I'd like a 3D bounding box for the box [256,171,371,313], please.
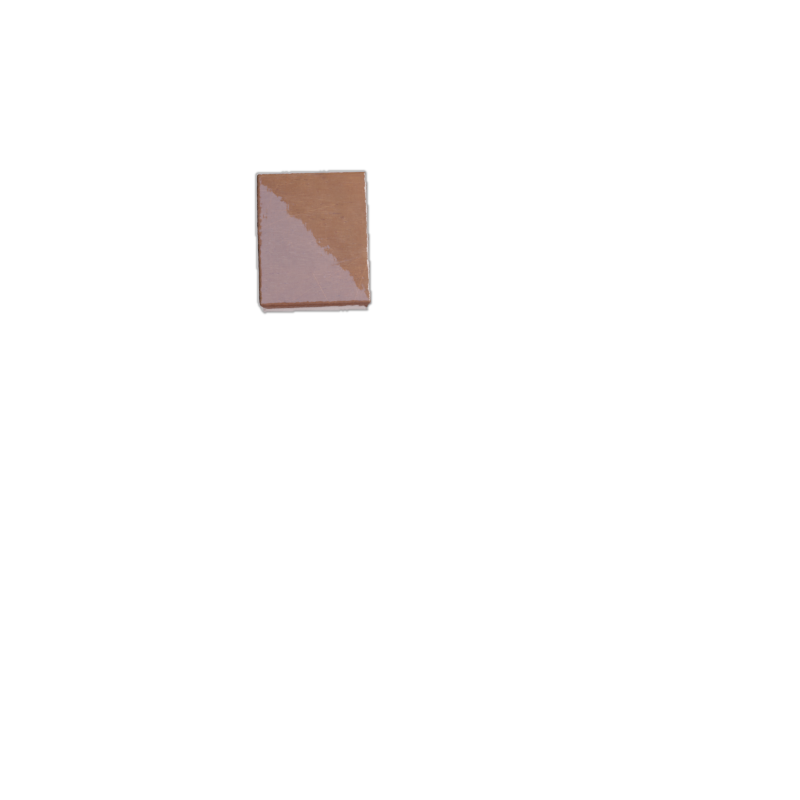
[{"bbox_3d":[-0.070,-0.128,0.898,0.090,0.117,0.038,-2,-12,-1],"label":"box"}]
